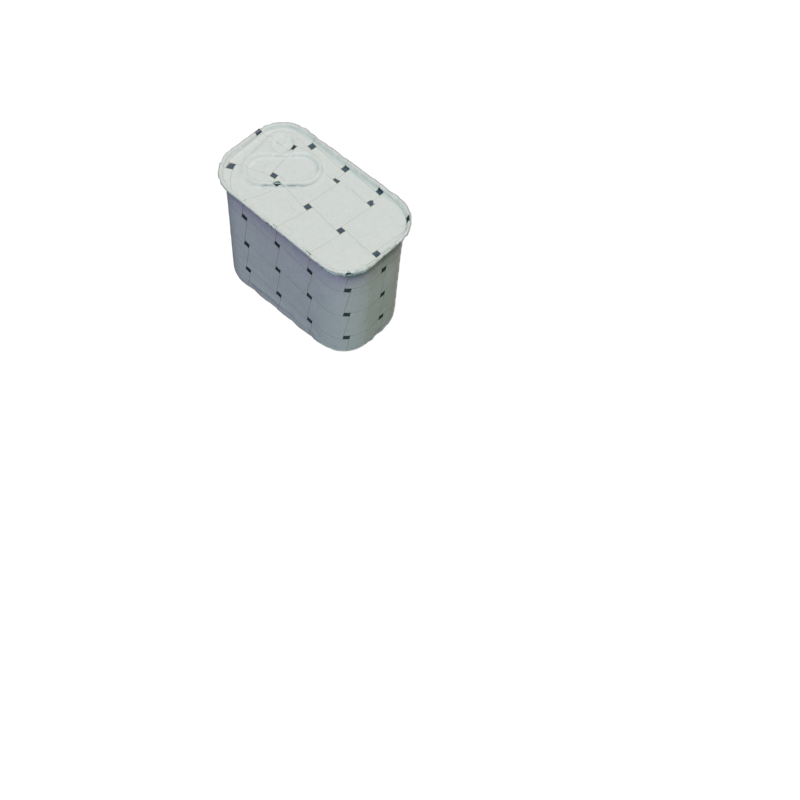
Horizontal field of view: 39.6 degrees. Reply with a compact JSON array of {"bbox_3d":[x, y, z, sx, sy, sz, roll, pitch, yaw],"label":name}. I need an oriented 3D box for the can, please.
[{"bbox_3d":[-0.046,-0.084,0.586,0.107,0.058,0.078,40,-25,21],"label":"can"}]
